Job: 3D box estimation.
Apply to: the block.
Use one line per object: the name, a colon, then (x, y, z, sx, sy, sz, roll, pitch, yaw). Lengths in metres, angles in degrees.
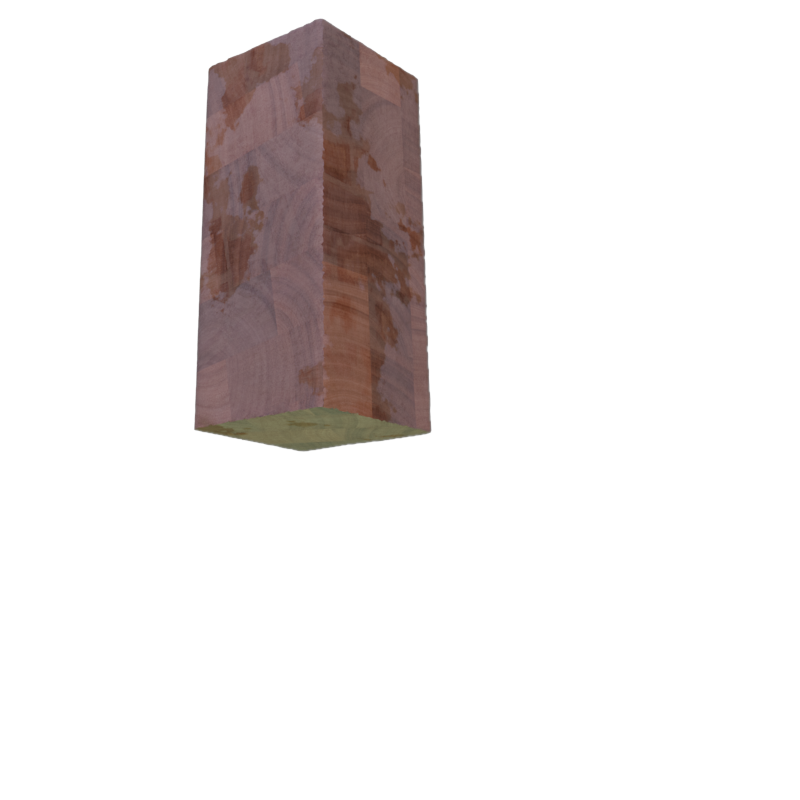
block: (-0.047, -0.085, 0.600, 0.092, 0.216, 0.085, -15, -23, 35)
